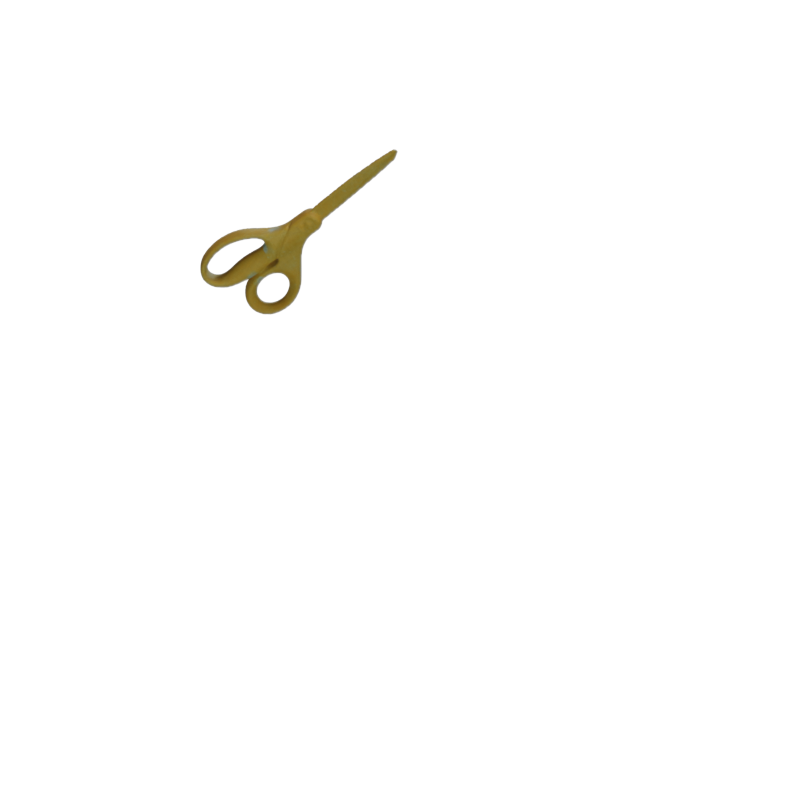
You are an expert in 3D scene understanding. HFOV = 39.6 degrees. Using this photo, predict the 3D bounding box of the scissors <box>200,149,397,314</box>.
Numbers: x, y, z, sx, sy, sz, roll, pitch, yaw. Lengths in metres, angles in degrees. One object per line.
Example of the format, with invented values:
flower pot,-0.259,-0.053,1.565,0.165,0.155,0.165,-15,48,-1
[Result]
scissors,-0.073,-0.134,0.939,0.202,0.089,0.017,-22,34,15
